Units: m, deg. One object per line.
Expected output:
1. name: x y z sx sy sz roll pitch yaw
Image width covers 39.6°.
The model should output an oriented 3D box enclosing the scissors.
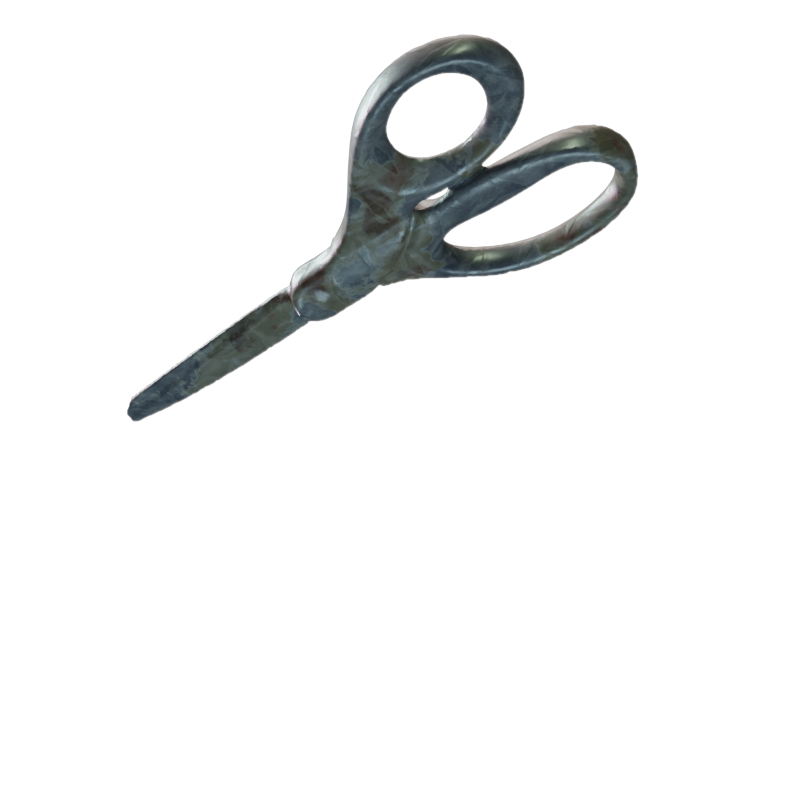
1. scissors: -0.028 -0.050 0.354 0.203 0.017 0.089 -19 -48 18
